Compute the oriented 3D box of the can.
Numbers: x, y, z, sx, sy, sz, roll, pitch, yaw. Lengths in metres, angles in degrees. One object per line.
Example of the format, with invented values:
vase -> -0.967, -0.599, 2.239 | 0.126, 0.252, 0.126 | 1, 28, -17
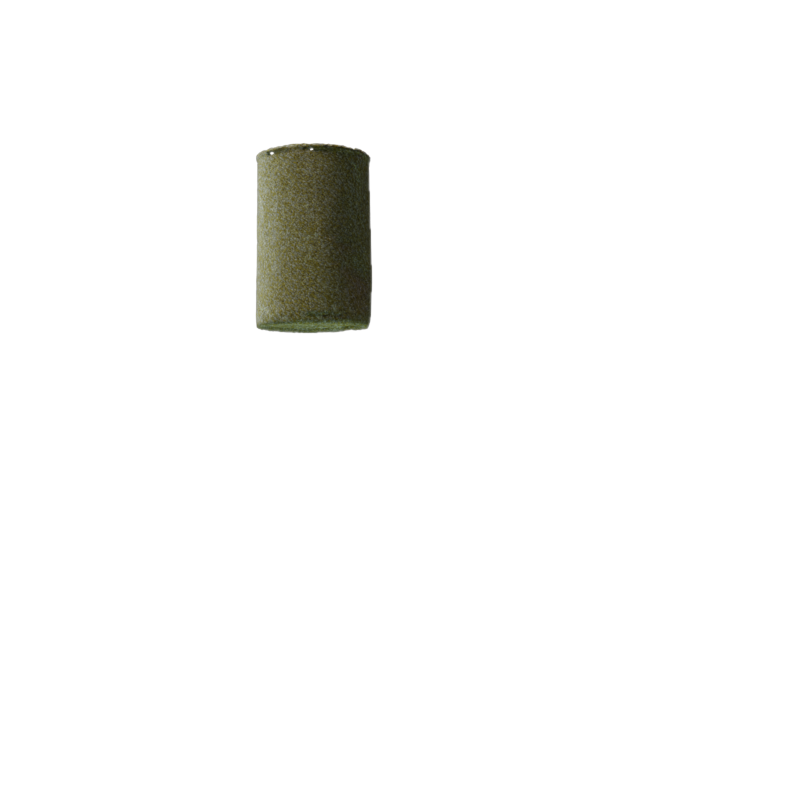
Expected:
can -> -0.051, -0.093, 0.649 | 0.068, 0.104, 0.067 | 0, -7, -2
